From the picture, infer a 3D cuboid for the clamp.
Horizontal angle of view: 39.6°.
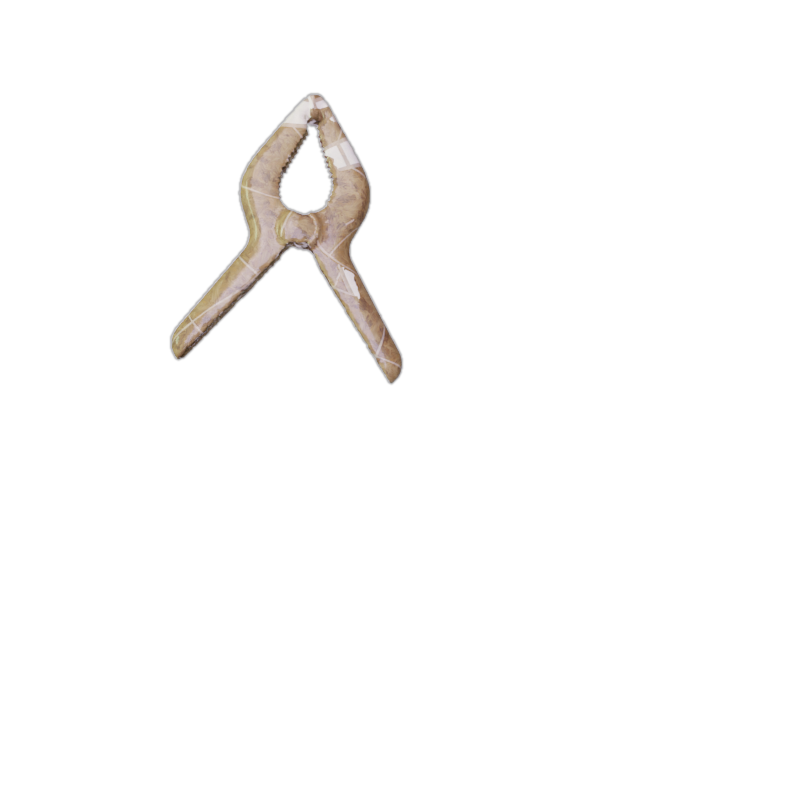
[{"bbox_3d":[-0.063,-0.115,0.803,0.165,0.214,0.036,13,-9,2],"label":"clamp"}]
